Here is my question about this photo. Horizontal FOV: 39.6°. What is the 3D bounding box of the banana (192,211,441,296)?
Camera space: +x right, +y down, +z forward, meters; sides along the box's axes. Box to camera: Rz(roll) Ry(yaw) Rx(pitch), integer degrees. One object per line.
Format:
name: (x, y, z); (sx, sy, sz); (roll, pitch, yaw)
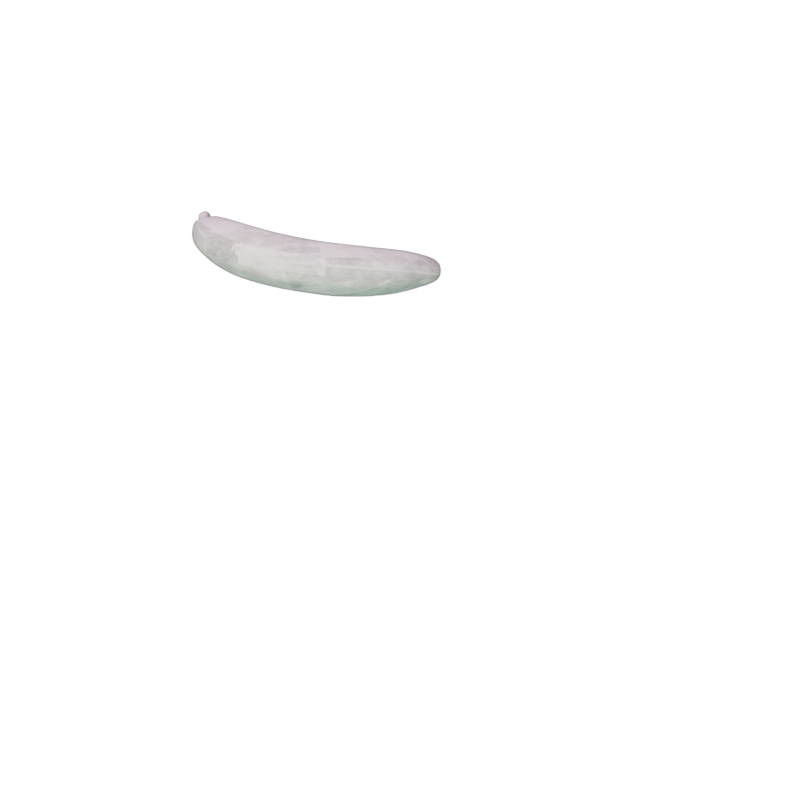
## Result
banana: (-0.073, -0.105, 0.789); (0.205, 0.034, 0.072); (16, 40, 20)
